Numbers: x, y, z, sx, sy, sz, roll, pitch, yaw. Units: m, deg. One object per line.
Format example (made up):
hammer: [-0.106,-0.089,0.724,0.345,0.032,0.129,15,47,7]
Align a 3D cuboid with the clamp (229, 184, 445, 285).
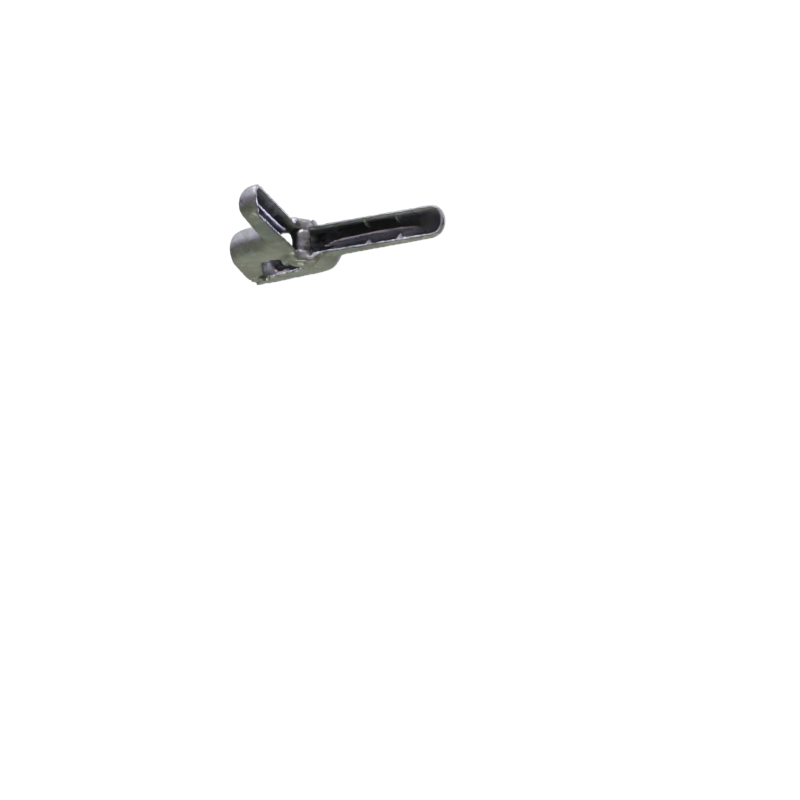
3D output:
clamp: [-0.070,-0.129,0.900,0.160,0.037,0.209,3,-8,-19]
